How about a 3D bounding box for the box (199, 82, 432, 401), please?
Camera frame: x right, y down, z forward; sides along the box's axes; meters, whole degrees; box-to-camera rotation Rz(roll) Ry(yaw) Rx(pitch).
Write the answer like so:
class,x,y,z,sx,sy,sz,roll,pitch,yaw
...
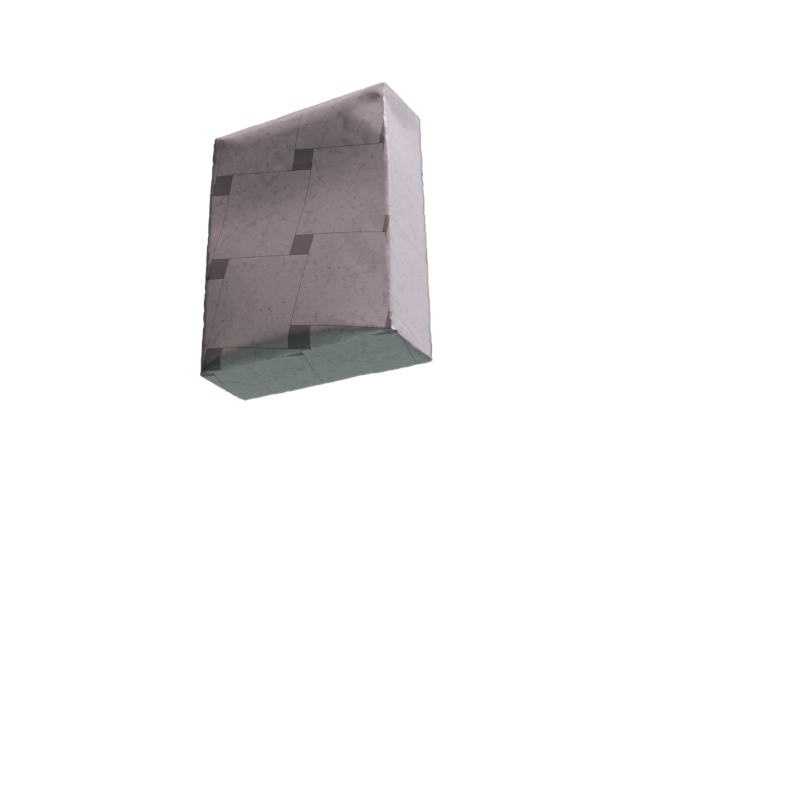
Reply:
class,x,y,z,sx,sy,sz,roll,pitch,yaw
box,-0.067,-0.122,0.853,0.167,0.226,0.067,-13,-28,24
